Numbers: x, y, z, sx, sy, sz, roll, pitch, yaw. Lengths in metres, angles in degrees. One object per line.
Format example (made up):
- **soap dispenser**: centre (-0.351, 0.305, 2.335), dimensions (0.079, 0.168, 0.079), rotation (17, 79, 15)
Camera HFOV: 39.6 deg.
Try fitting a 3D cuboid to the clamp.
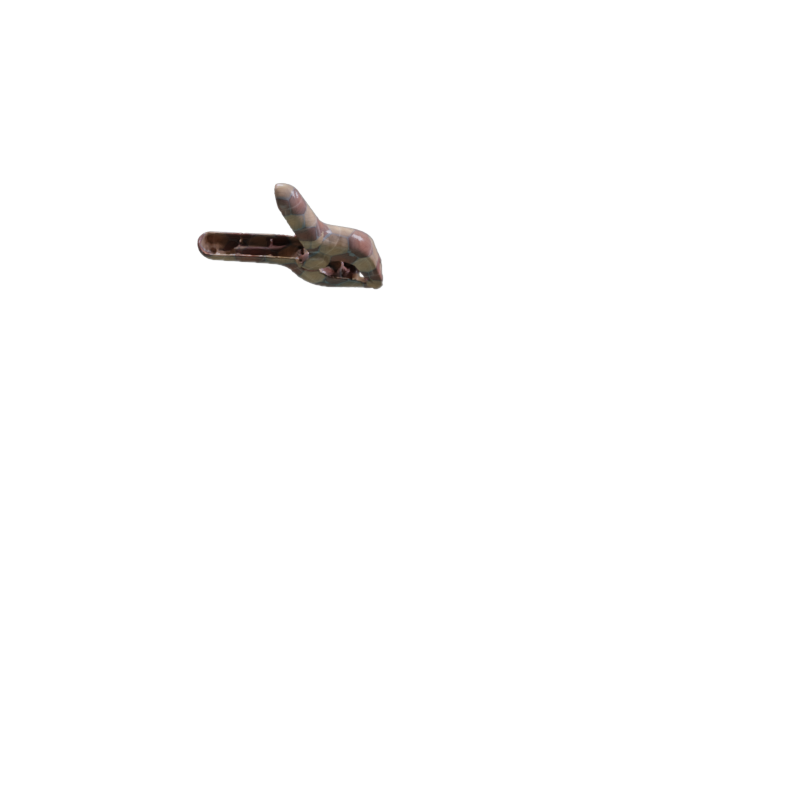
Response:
- **clamp**: centre (-0.075, -0.136, 0.955), dimensions (0.164, 0.041, 0.120), rotation (10, -20, -32)
